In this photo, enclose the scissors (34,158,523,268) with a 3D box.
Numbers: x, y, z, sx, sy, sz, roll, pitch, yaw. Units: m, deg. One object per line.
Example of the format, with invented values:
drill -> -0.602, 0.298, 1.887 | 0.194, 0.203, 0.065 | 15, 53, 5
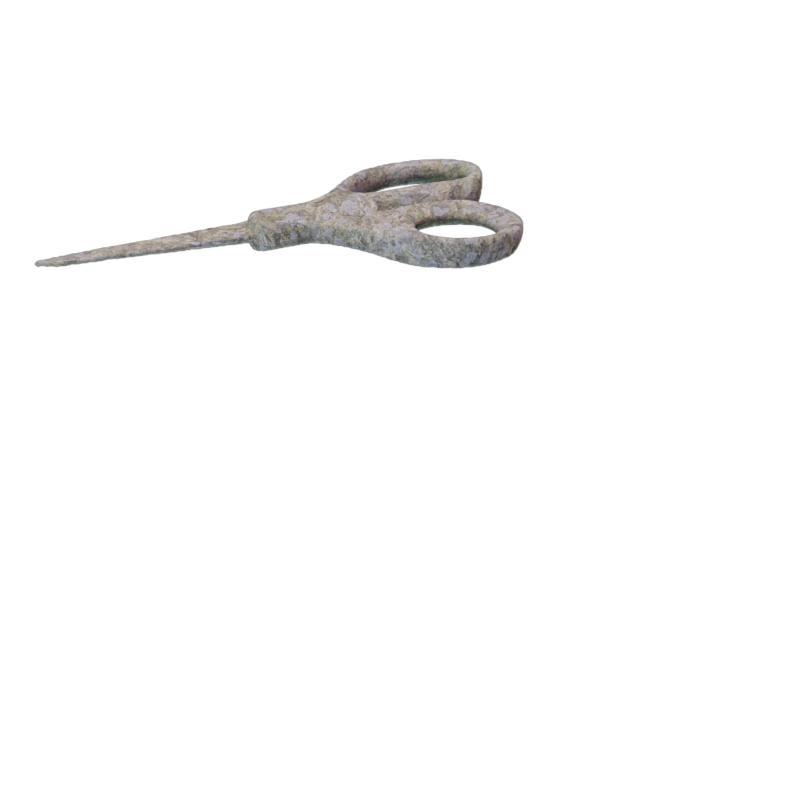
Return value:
scissors -> -0.035, -0.064, 0.450 | 0.199, 0.015, 0.103 | -23, 39, -31
